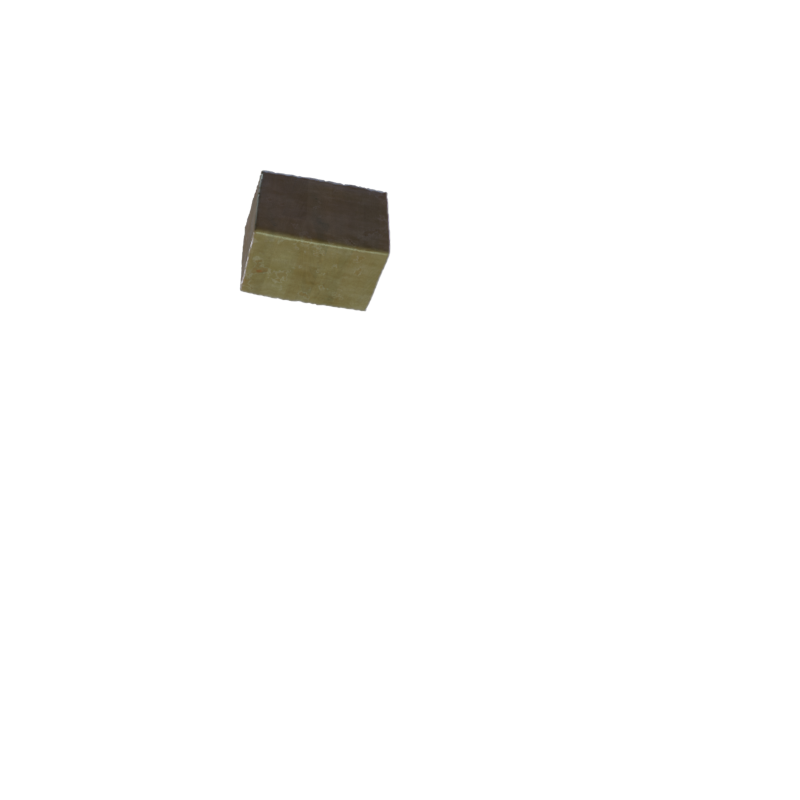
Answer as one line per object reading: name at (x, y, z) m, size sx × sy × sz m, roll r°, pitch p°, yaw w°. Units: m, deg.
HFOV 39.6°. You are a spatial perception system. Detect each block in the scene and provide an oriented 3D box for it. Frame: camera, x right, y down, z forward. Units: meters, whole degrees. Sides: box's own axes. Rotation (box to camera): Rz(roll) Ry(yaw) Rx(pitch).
block at (-0.050, -0.091, 0.638) m, size 0.076 × 0.055 × 0.050 m, roll 9°, pitch -42°, yaw -12°
